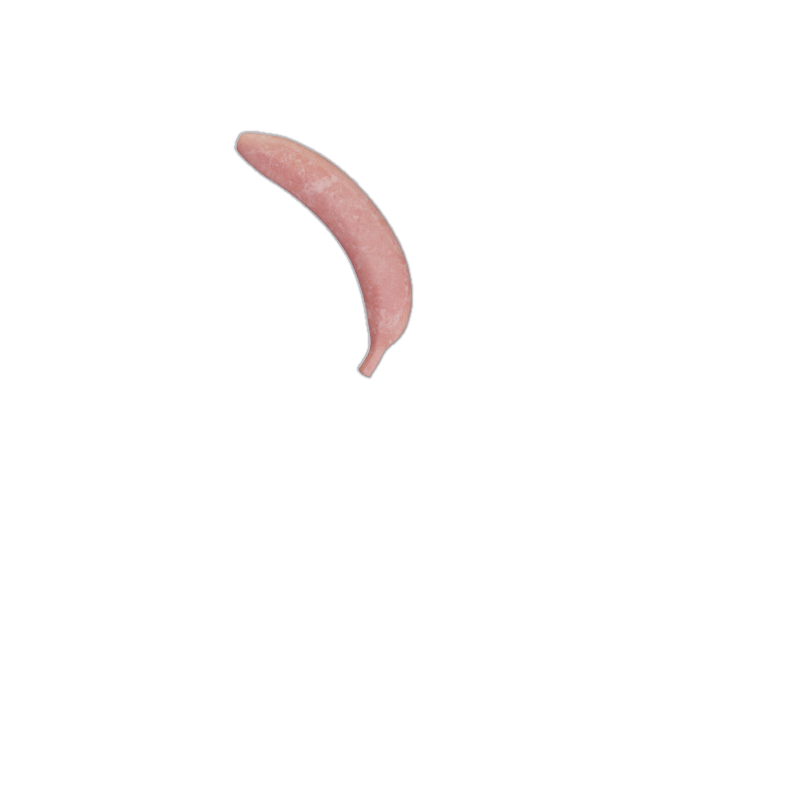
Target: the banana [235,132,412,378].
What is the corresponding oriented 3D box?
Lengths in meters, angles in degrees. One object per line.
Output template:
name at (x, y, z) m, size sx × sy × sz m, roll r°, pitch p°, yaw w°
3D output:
banana at (-0.044, -0.118, 0.787) m, size 0.069 × 0.203 × 0.036 m, roll -28°, pitch -9°, yaw -5°
